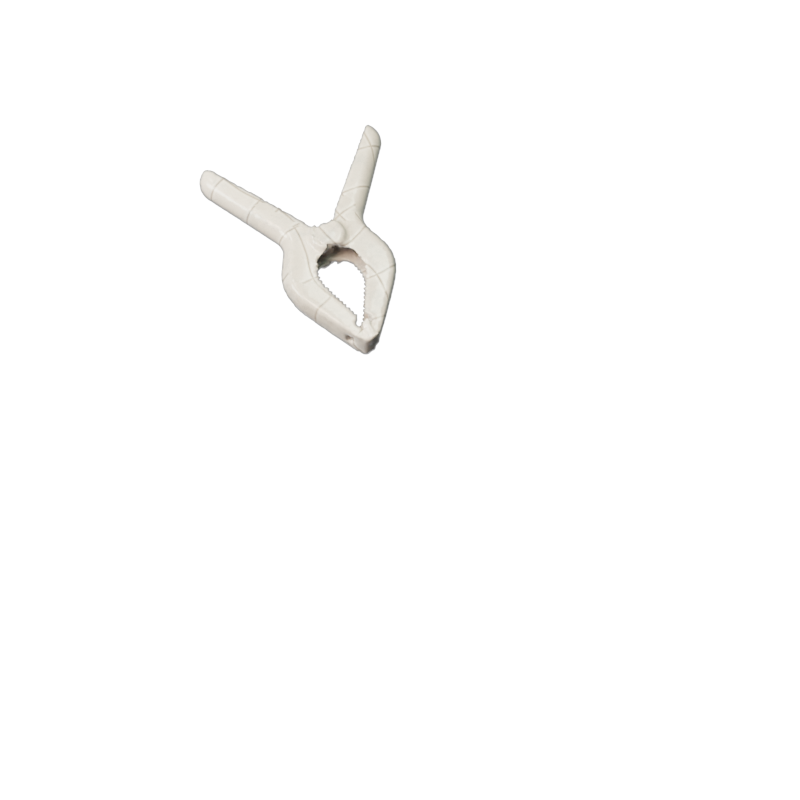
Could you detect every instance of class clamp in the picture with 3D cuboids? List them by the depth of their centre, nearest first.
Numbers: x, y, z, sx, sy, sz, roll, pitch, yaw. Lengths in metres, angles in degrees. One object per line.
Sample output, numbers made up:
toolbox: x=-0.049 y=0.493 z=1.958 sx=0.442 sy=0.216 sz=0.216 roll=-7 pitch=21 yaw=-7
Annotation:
clamp: x=-0.072 y=-0.132 z=0.926 sx=0.163 sy=0.225 sz=0.034 roll=-13 pitch=-29 yaw=-7
